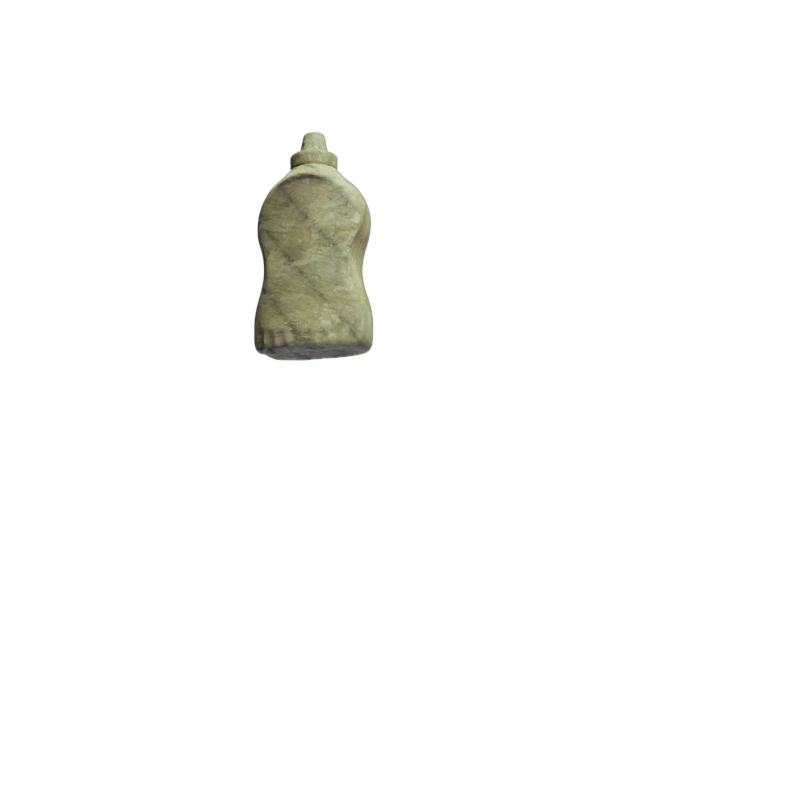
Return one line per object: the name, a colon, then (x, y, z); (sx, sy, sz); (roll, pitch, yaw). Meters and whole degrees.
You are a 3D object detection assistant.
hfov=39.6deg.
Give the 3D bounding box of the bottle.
bottle: (-0.072, -0.132, 0.927); (0.098, 0.199, 0.055); (-7, -16, 21)
